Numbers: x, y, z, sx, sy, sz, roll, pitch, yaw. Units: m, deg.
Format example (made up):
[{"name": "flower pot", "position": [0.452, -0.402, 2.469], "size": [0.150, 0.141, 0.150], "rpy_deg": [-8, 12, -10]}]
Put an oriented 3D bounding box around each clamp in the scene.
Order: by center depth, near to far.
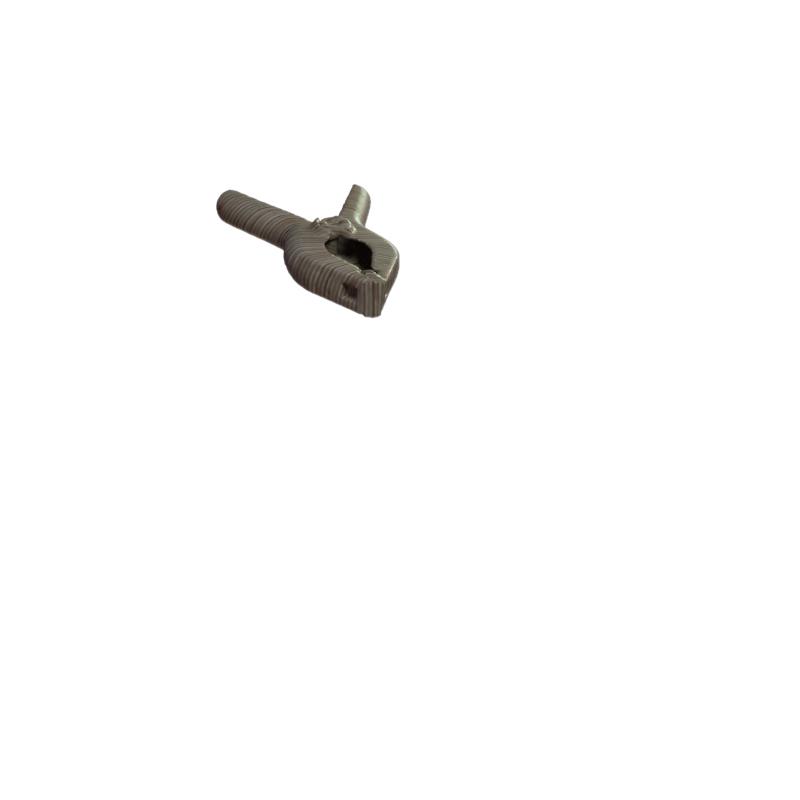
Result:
[{"name": "clamp", "position": [-0.061, -0.111, 0.775], "size": [0.118, 0.037, 0.184], "rpy_deg": [-7, 31, -13]}]
